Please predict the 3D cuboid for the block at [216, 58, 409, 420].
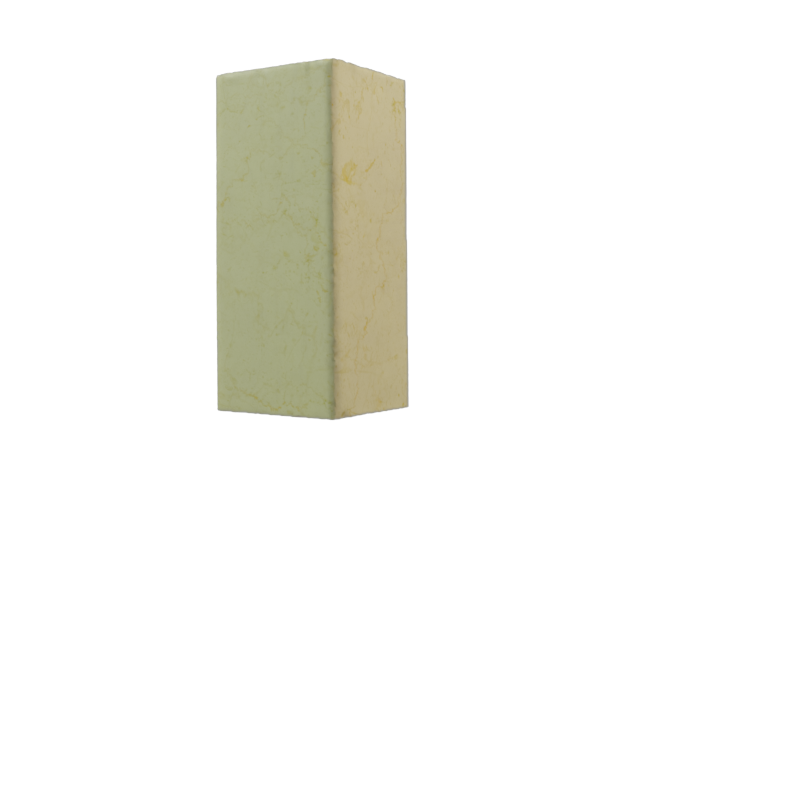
[{"bbox_3d":[-0.054,-0.098,0.688,0.094,0.207,0.087,-1,-1,32],"label":"block"}]
